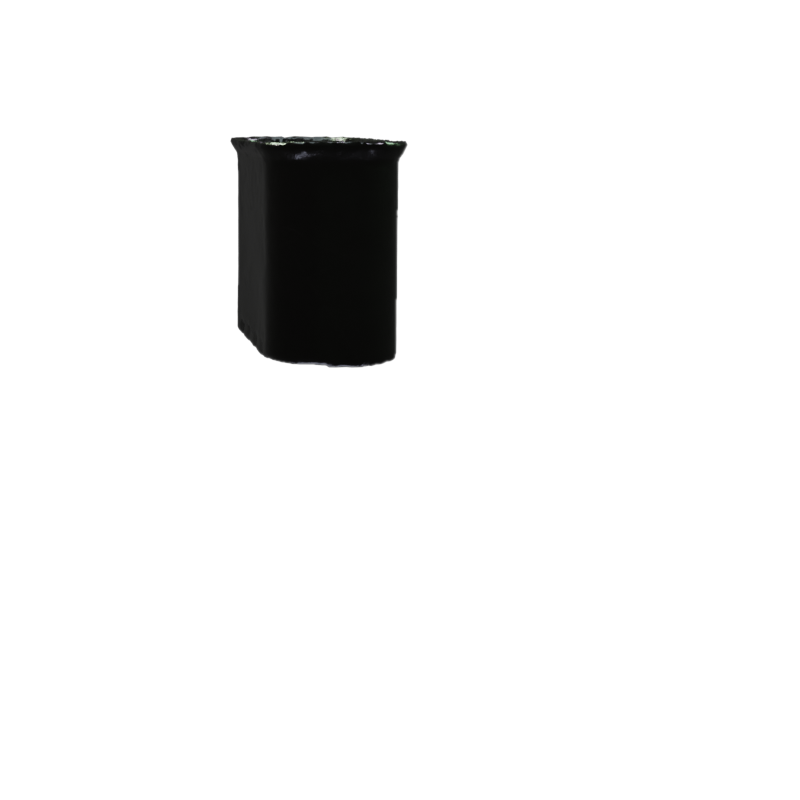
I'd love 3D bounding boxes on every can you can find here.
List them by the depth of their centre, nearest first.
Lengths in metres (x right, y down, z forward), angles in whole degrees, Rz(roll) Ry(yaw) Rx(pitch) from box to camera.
[{"bbox_3d":[-0.035,-0.064,0.450,0.056,0.082,0.106,-2,12,-16],"label":"can"}]
